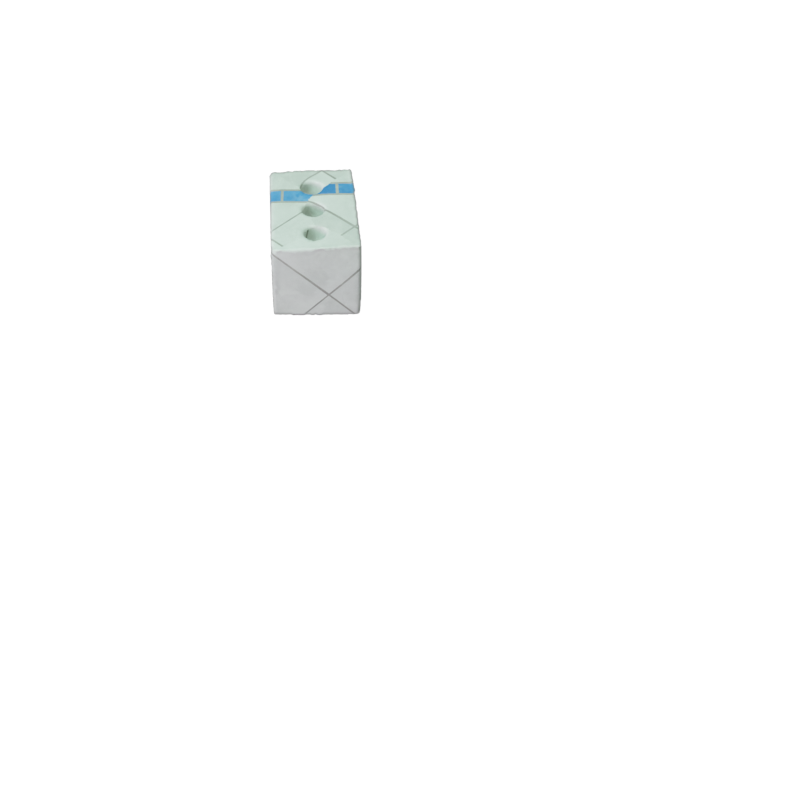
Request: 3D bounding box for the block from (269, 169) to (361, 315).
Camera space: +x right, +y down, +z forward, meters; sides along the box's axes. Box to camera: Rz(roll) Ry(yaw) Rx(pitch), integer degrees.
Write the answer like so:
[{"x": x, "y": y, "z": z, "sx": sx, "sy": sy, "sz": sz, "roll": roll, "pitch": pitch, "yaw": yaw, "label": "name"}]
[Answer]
[{"x": -0.052, "y": -0.095, "z": 0.669, "sx": 0.052, "sy": 0.048, "sz": 0.084, "roll": -3, "pitch": 44, "yaw": -5, "label": "block"}]
